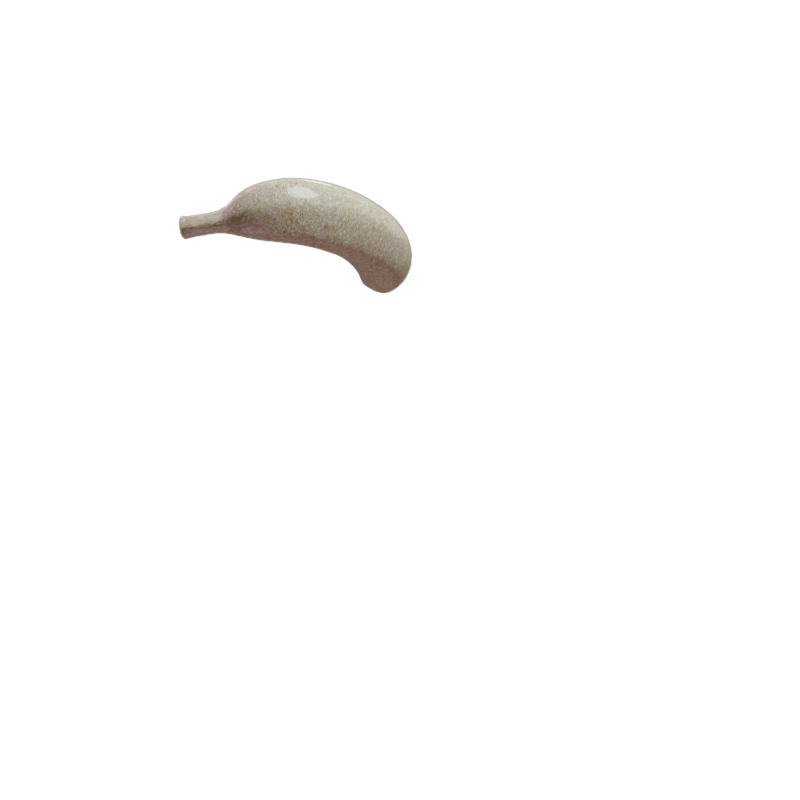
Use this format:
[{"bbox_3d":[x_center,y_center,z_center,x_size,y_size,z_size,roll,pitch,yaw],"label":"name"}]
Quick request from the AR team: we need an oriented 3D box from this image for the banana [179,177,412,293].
[{"bbox_3d":[-0.037,-0.094,0.635,0.071,0.038,0.187,-6,-10,33],"label":"banana"}]
